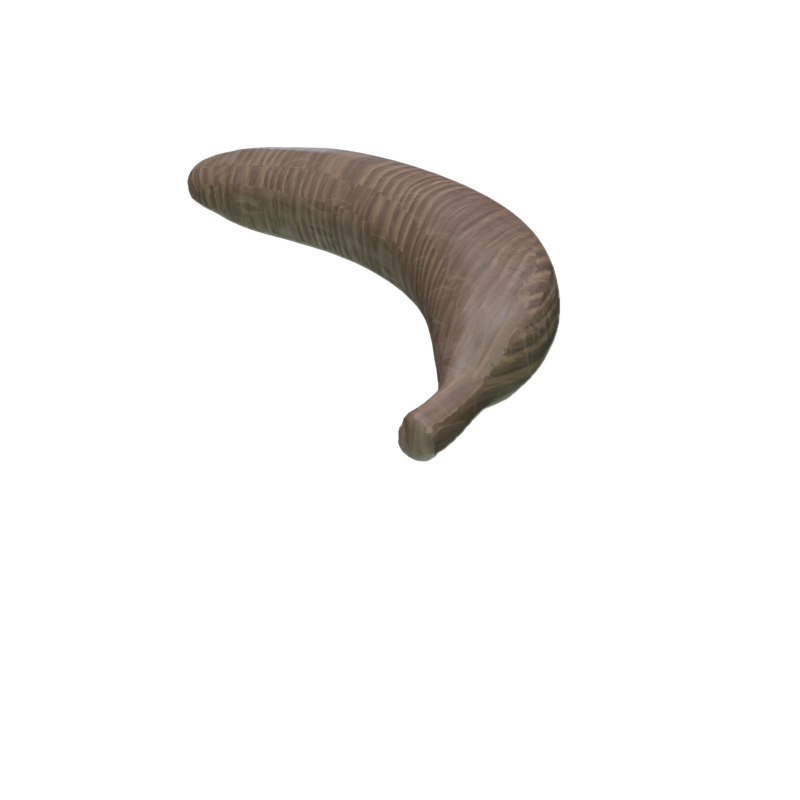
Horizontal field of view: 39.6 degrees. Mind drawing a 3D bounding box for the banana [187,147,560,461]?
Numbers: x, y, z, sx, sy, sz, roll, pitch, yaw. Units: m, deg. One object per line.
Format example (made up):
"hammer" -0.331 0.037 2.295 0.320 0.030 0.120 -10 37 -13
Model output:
"banana" -0.008 -0.049 0.335 0.068 0.035 0.212 -10 28 -21
